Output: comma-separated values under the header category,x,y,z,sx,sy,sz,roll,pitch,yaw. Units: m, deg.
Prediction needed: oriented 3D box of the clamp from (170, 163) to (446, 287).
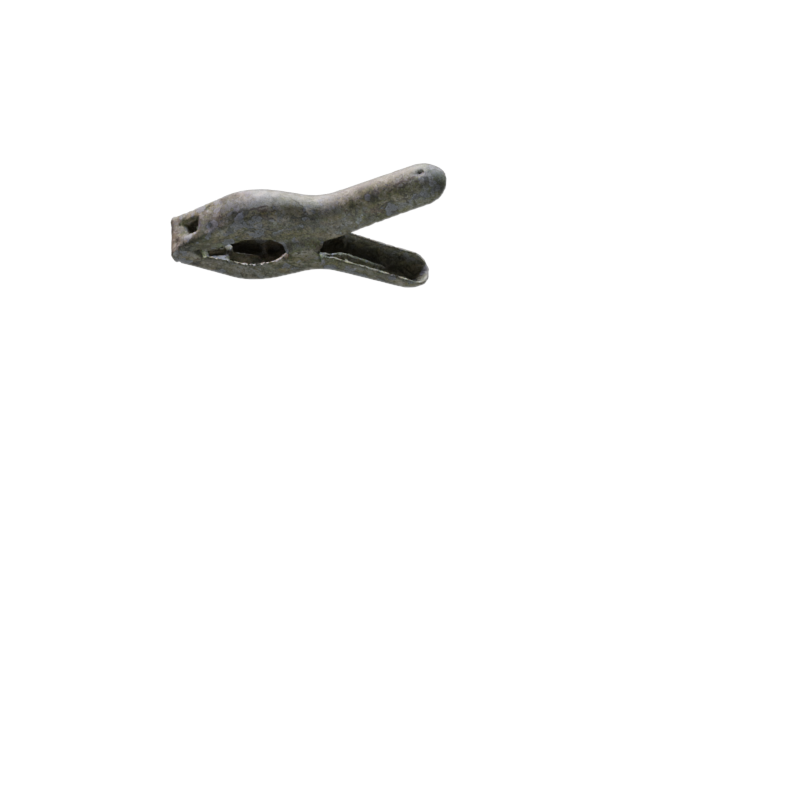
category,x,y,z,sx,sy,sz,roll,pitch,yaw
clamp,-0.055,-0.099,0.696,0.173,0.042,0.111,-4,-32,6
